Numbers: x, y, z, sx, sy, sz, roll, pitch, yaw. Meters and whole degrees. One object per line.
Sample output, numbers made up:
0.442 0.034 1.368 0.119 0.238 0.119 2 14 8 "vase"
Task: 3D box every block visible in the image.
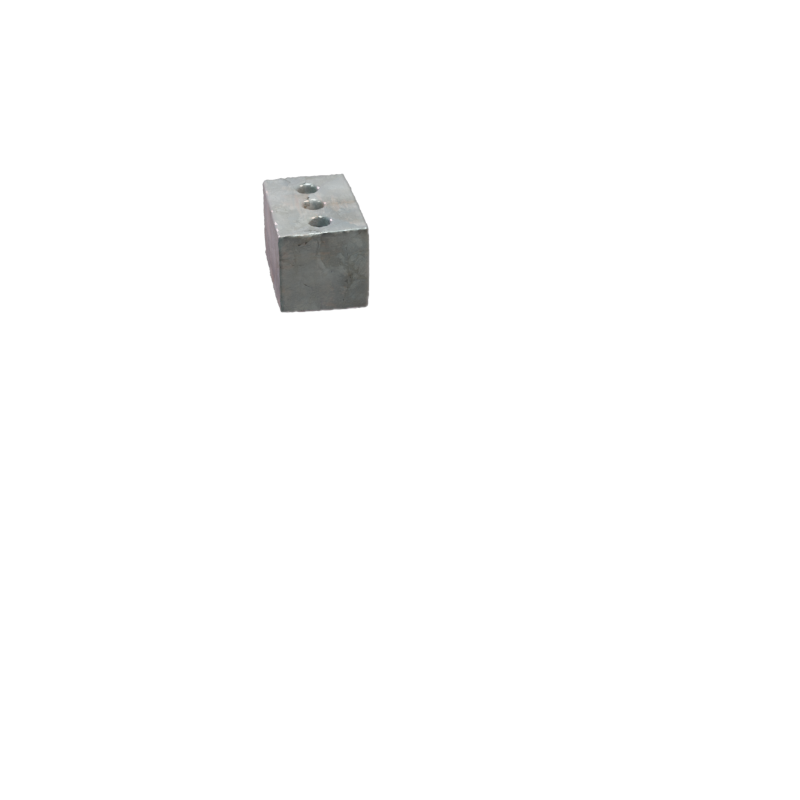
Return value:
-0.051 -0.094 0.657 0.052 0.048 0.084 -6 33 -11 "block"
